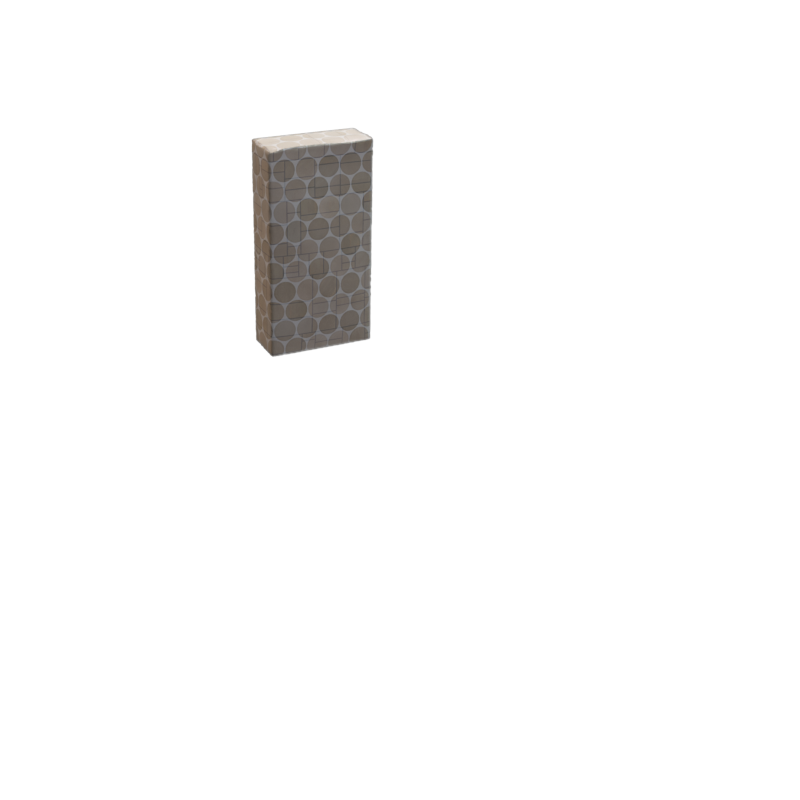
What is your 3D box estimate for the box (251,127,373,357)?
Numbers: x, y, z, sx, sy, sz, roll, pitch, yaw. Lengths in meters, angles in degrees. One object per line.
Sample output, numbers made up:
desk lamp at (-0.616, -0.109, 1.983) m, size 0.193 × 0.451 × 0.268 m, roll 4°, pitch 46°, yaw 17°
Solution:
box at (-0.071, -0.129, 0.908) m, size 0.091 × 0.168 × 0.051 m, roll -10°, pitch 26°, yaw -24°
